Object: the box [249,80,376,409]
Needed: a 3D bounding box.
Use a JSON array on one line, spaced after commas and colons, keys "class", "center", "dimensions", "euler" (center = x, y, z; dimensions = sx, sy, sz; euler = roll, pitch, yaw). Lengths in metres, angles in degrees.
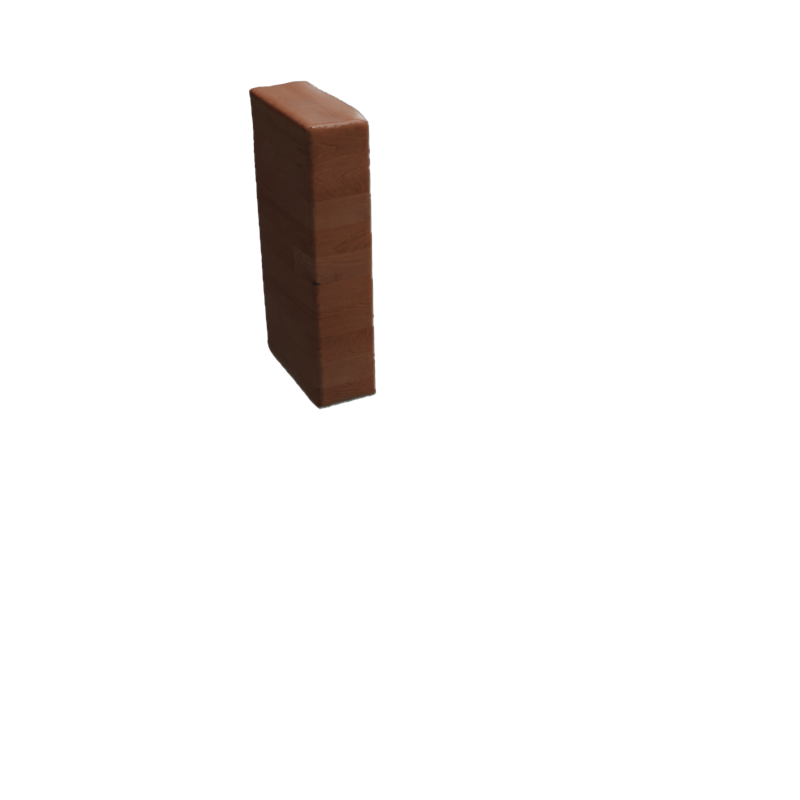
[{"class": "box", "center": [-0.052, -0.095, 0.667], "dimensions": [0.047, 0.167, 0.100], "euler": [-10, 28, -24]}]
